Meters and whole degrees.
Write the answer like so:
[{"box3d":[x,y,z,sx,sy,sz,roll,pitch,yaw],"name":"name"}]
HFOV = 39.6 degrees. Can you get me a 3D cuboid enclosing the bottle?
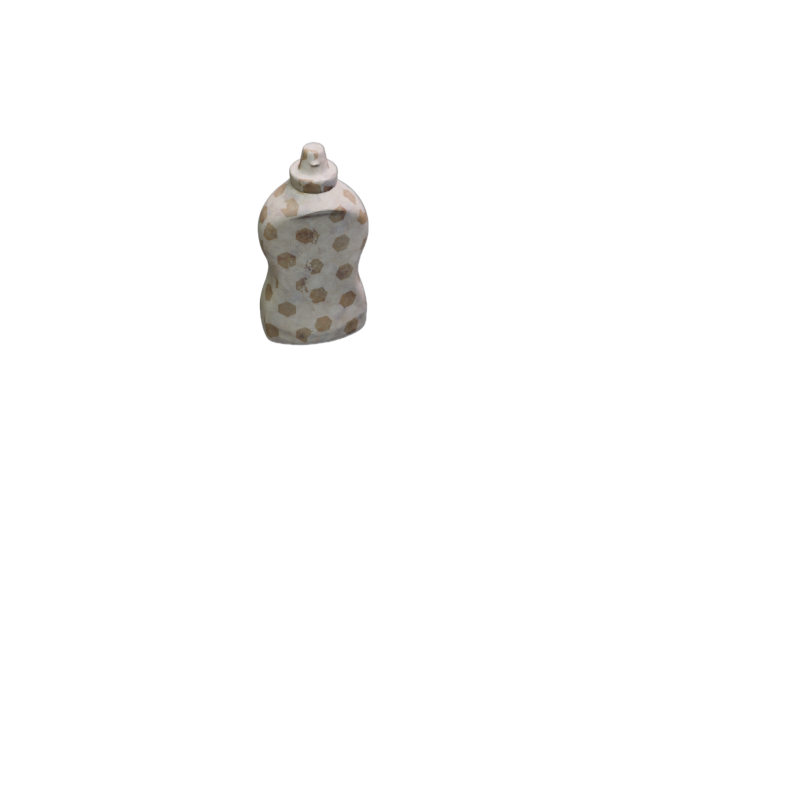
[{"box3d":[-0.076,-0.138,0.968,0.095,0.179,0.063,-6,38,-11],"name":"bottle"}]
